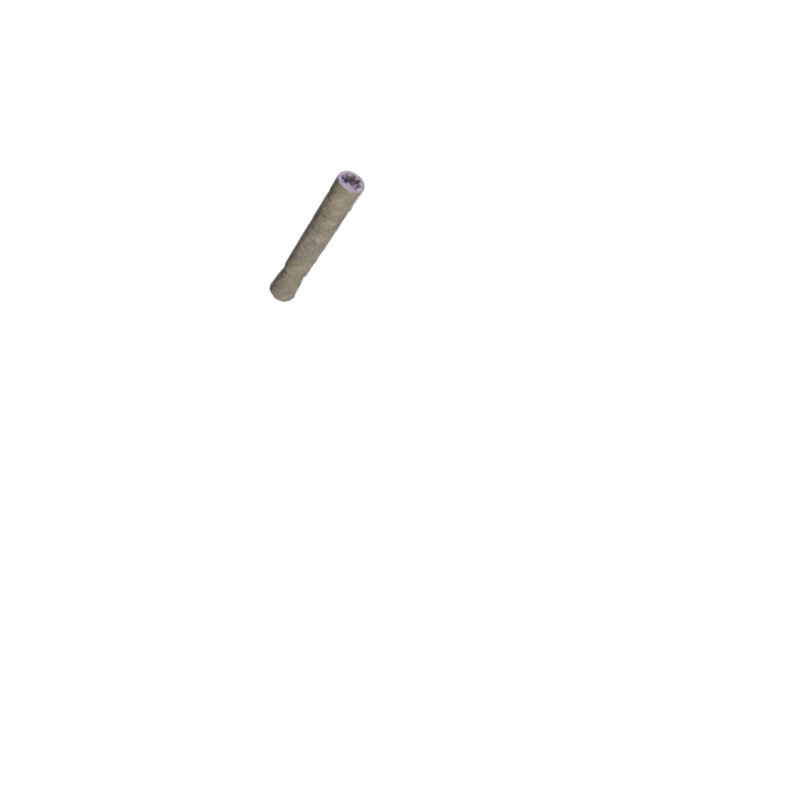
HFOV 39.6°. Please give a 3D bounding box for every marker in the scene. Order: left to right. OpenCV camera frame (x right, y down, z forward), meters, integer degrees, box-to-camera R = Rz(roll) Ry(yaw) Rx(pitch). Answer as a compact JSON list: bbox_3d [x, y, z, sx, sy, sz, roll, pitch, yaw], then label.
[{"bbox_3d":[-0.057,-0.104,0.728,0.019,0.021,0.117,-1,-32,-34],"label":"marker"}]
